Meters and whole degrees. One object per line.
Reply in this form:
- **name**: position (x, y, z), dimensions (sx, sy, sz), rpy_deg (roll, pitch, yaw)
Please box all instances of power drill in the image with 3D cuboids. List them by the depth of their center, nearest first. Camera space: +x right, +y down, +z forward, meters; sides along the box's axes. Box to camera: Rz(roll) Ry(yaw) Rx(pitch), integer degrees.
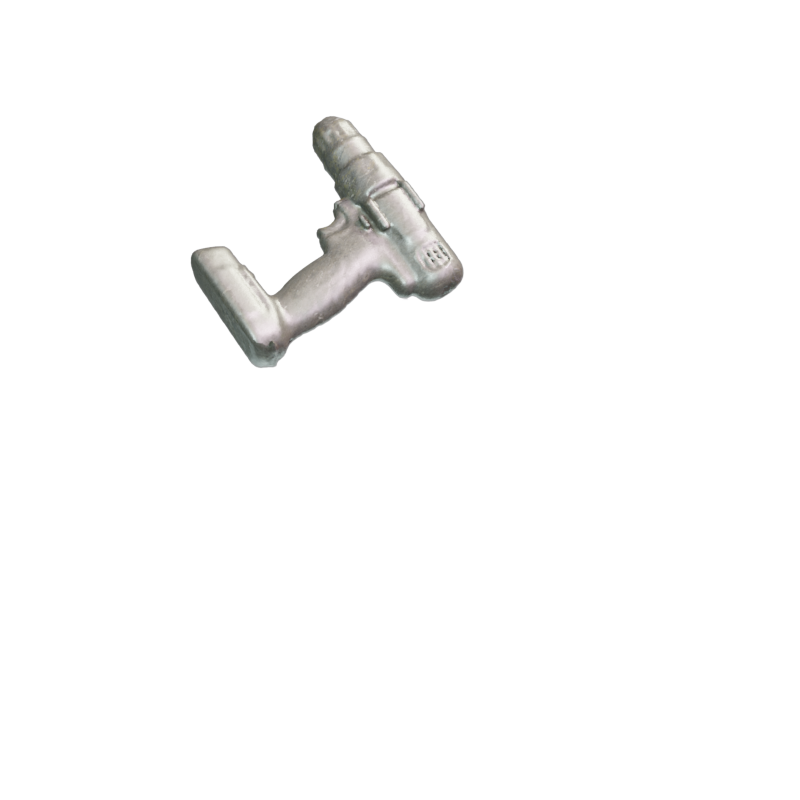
- **power drill**: position (-0.069, -0.127, 0.887), dimensions (0.188, 0.195, 0.054), rpy_deg (-31, -22, -14)
